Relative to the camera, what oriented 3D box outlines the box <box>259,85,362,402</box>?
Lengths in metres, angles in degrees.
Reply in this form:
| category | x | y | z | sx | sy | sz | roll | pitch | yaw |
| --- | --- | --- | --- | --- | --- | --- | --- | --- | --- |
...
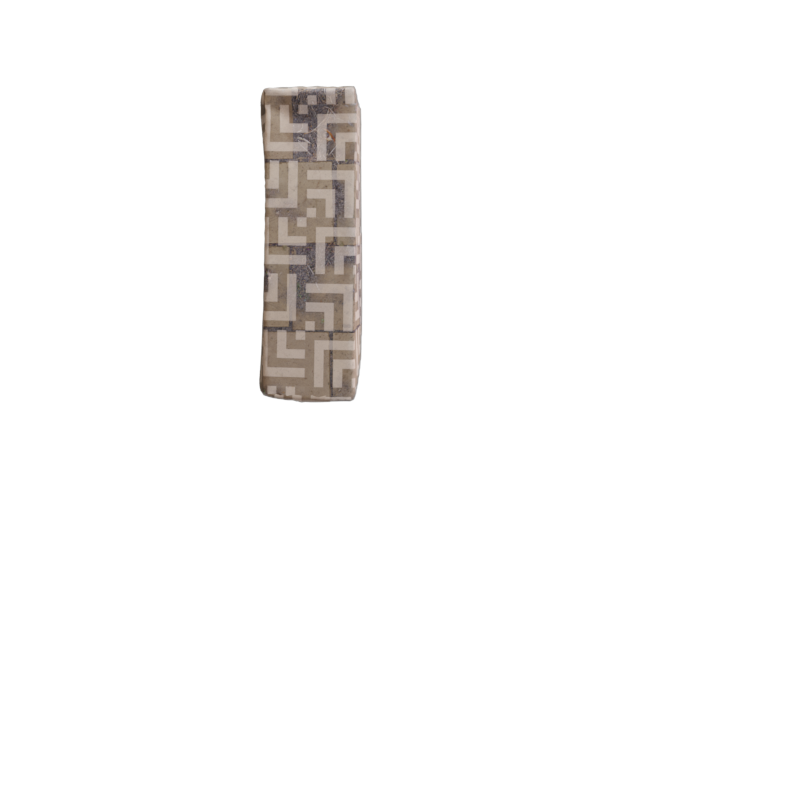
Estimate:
| category | x | y | z | sx | sy | sz | roll | pitch | yaw |
| --- | --- | --- | --- | --- | --- | --- | --- | --- | --- |
| box | -0.064 | -0.117 | 0.820 | 0.072 | 0.212 | 0.165 | 0 | 5 | 0 |
